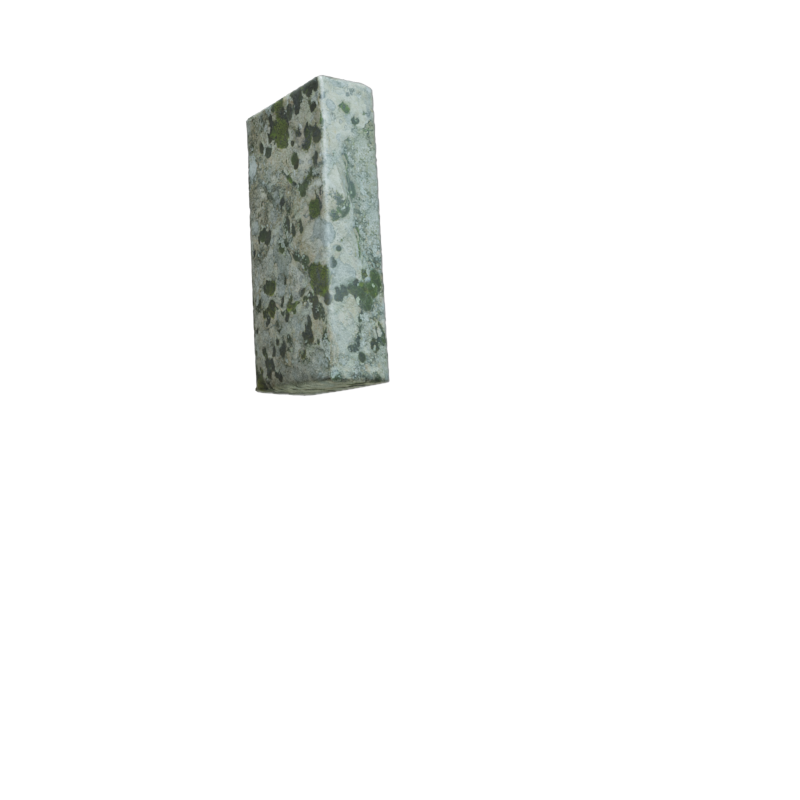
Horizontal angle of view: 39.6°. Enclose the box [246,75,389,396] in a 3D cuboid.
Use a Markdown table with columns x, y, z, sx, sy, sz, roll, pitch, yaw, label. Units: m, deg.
| x | y | z | sx | sy | sz | roll | pitch | yaw | label |
| --- | --- | --- | --- | --- | --- | --- | --- | --- | --- |
| -0.051 | -0.094 | 0.660 | 0.046 | 0.182 | 0.095 | 7 | -14 | -34 | box |
